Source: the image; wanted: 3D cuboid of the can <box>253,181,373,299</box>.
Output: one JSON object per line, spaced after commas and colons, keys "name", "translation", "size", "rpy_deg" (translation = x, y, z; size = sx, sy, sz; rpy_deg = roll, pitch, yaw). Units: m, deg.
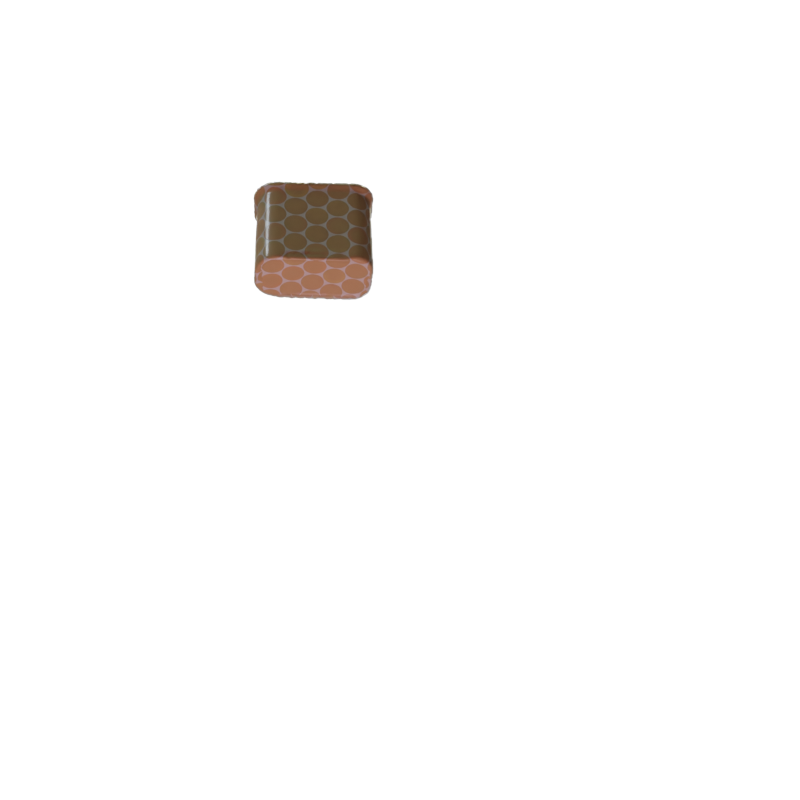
{"name": "can", "translation": [-0.073, -0.132, 0.926], "size": [0.101, 0.090, 0.054], "rpy_deg": [1, -38, -3]}
